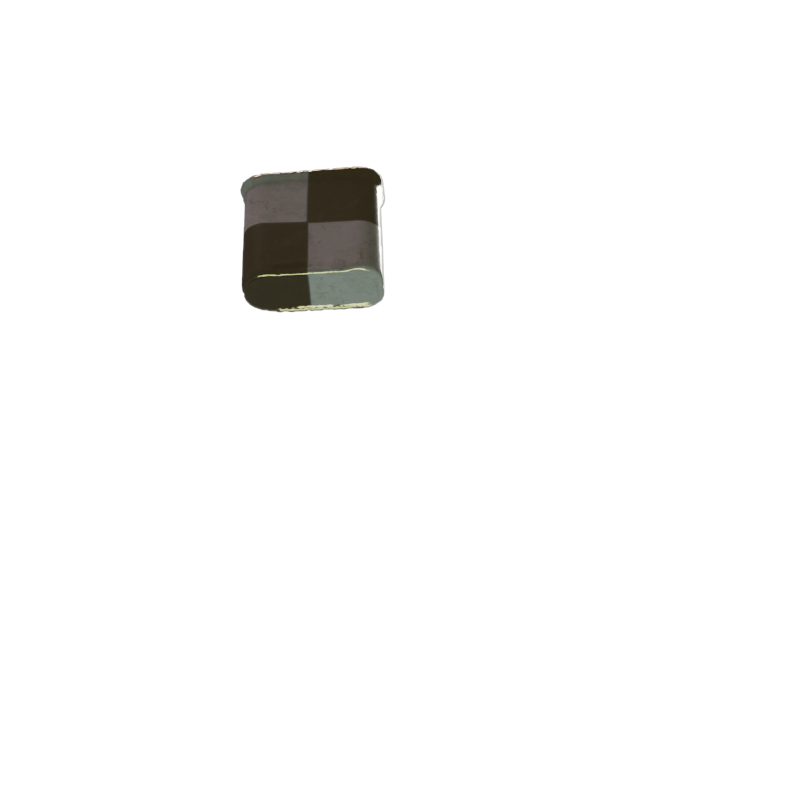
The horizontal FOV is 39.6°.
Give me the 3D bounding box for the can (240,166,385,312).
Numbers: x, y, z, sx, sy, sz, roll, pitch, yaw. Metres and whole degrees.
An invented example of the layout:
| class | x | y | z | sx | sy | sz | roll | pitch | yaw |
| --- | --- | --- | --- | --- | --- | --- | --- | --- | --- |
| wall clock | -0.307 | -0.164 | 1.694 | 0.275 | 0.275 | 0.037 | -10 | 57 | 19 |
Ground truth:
| class | x | y | z | sx | sy | sz | roll | pitch | yaw |
| --- | --- | --- | --- | --- | --- | --- | --- | --- | --- |
| can | -0.061 | -0.110 | 0.773 | 0.102 | 0.089 | 0.054 | -4 | -30 | 4 |
